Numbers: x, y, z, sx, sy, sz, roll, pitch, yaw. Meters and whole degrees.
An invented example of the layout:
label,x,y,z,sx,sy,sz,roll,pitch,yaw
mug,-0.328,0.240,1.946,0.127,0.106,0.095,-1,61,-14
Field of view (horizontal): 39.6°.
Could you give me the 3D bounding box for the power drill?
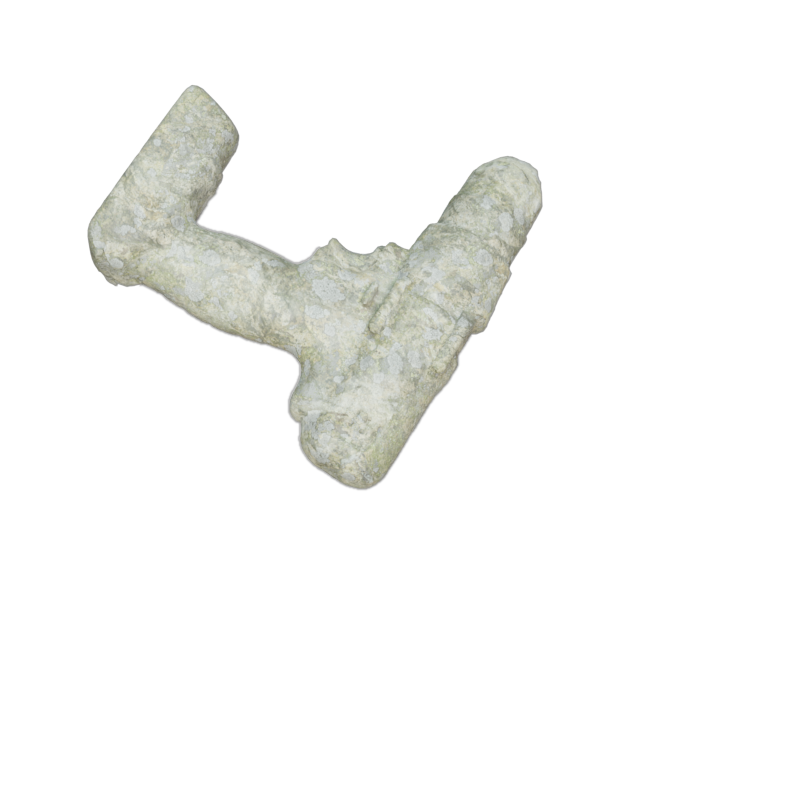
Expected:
label,x,y,z,sx,sy,sz,roll,pitch,yaw
power drill,-0.043,-0.078,0.548,0.192,0.188,0.055,30,-17,10
